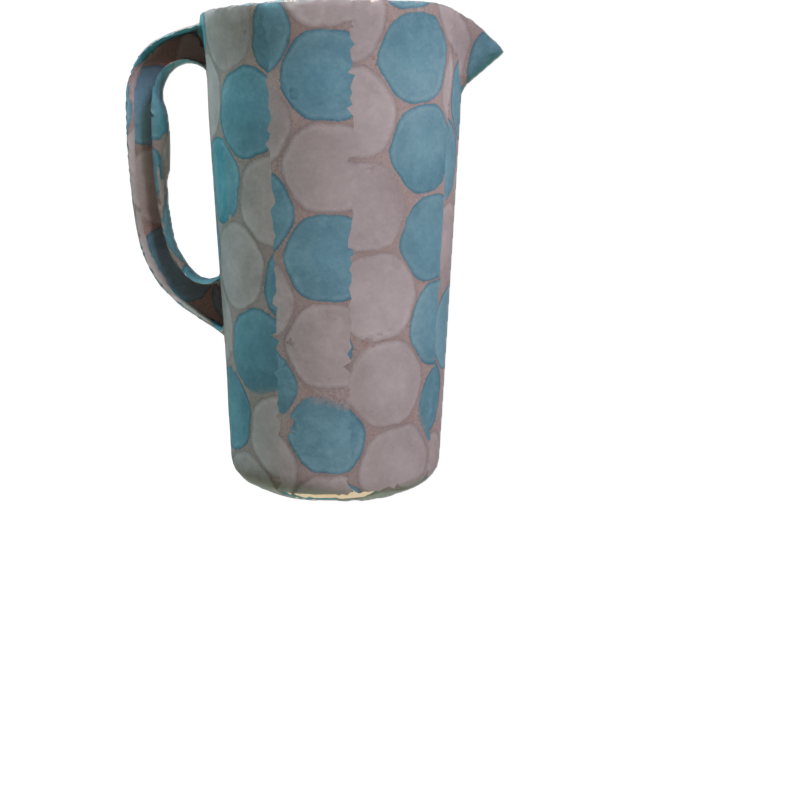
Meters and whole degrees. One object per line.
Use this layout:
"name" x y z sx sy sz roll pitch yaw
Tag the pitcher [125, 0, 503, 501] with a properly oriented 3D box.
"pitcher" -0.044 -0.081 0.565 0.140 0.239 0.157 -7 11 -41
